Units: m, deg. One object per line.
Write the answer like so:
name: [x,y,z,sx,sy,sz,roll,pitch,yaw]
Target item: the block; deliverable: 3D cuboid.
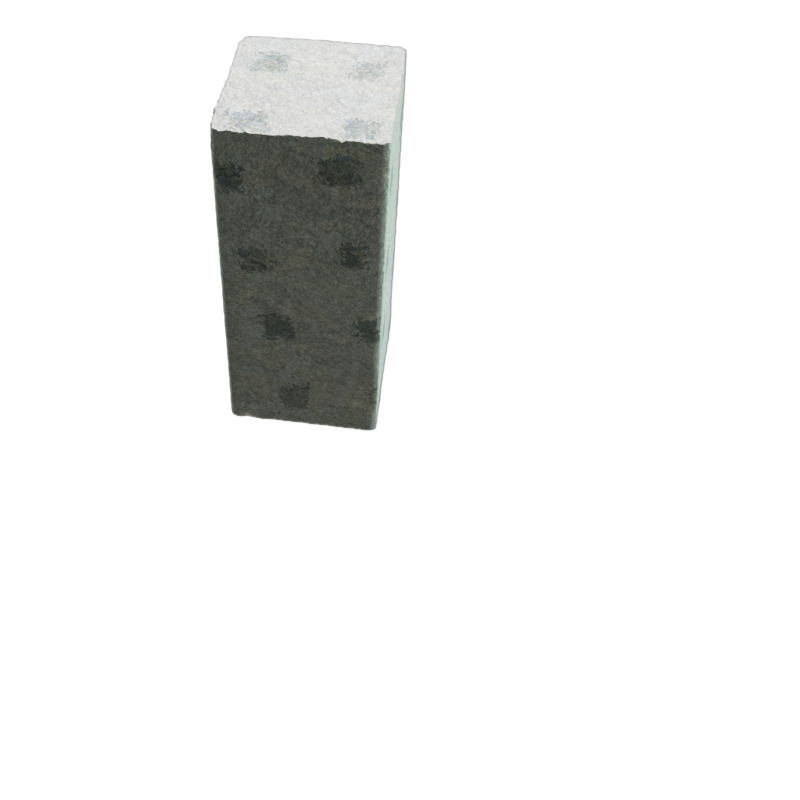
block: [-0.049,-0.088,0.618,0.091,0.192,0.097,6,45,2]
